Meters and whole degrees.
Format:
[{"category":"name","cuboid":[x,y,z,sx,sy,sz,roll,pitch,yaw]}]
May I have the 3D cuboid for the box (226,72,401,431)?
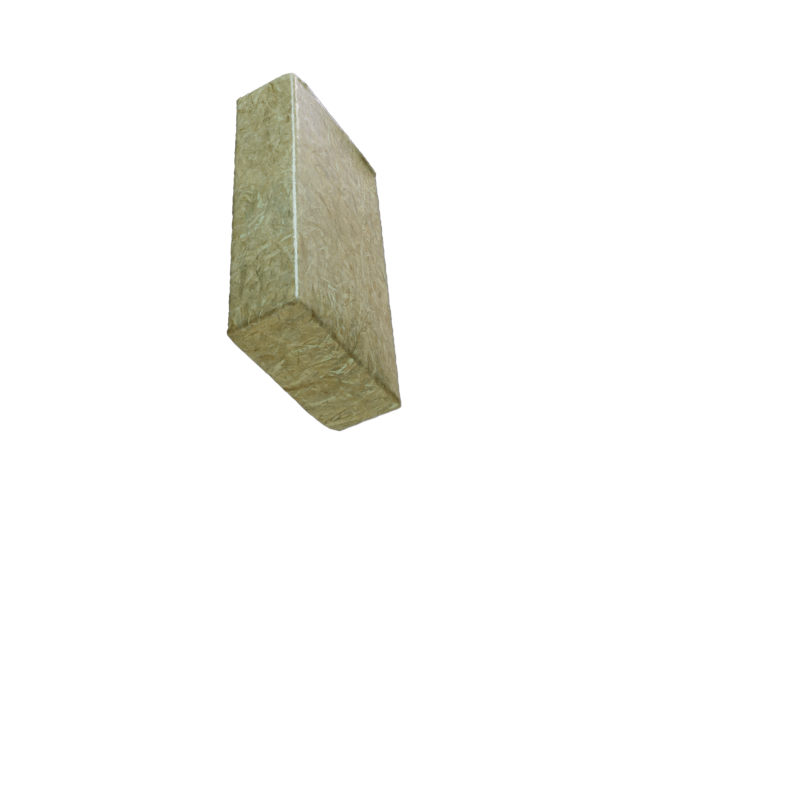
[{"category":"box","cuboid":[-0.044,-0.081,0.568,0.048,0.189,0.086,-24,-45,21]}]
